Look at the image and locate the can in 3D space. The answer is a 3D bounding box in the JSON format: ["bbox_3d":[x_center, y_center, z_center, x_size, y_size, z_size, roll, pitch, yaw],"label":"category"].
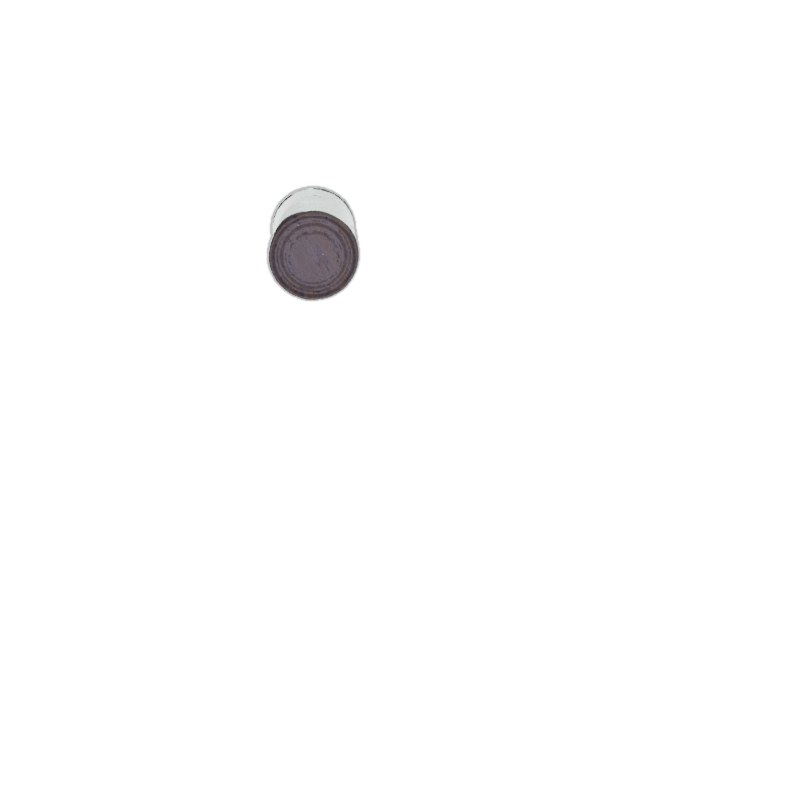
[{"bbox_3d":[-0.066,-0.121,0.845,0.068,0.066,0.106,0,18,-3],"label":"can"}]
